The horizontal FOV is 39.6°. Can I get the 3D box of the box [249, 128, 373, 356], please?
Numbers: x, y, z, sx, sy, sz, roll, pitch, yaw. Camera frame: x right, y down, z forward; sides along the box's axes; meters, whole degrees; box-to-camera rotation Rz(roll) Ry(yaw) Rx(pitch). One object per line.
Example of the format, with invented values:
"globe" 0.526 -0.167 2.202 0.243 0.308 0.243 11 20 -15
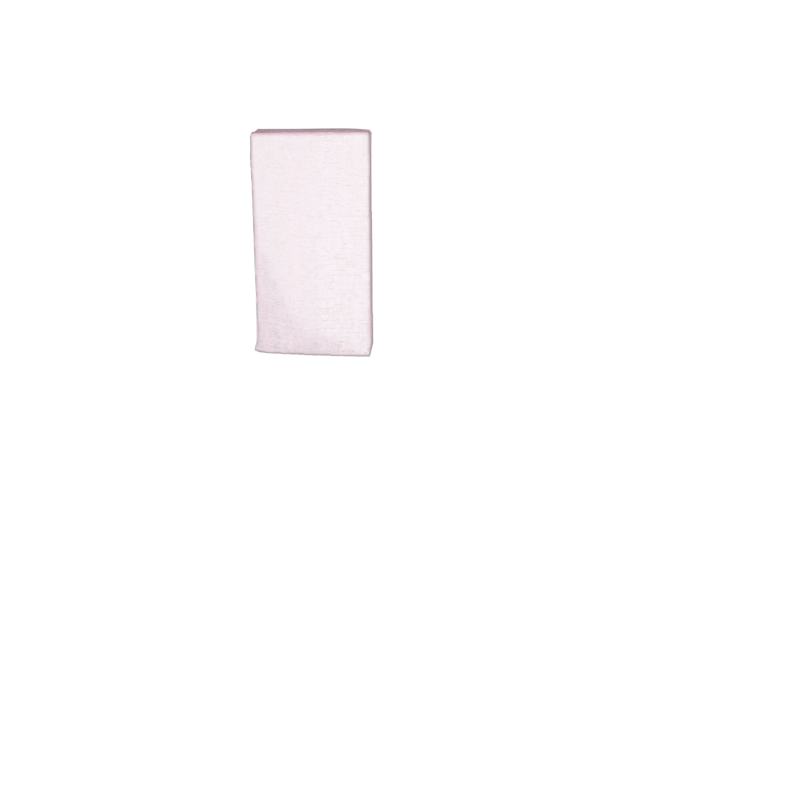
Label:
"box" -0.068 -0.124 0.870 0.094 0.172 0.049 2 10 6
